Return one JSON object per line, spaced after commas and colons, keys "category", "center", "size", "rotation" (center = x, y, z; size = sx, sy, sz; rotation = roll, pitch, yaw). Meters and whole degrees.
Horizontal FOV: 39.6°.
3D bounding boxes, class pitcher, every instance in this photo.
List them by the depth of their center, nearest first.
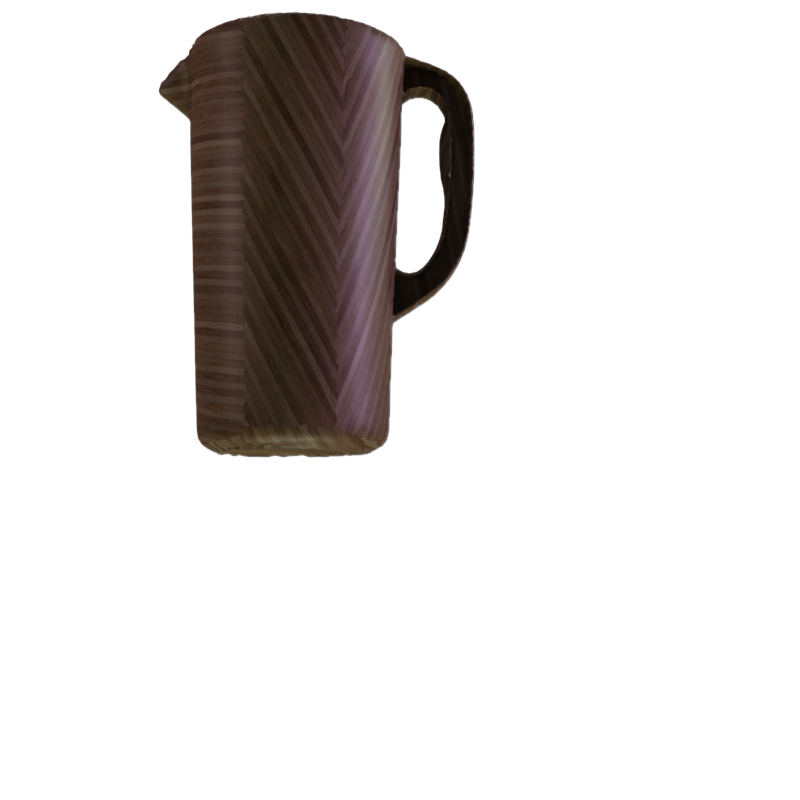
{"category": "pitcher", "center": [-0.051, -0.092, 0.646], "size": [0.152, 0.251, 0.137], "rotation": [-12, -16, 43]}
